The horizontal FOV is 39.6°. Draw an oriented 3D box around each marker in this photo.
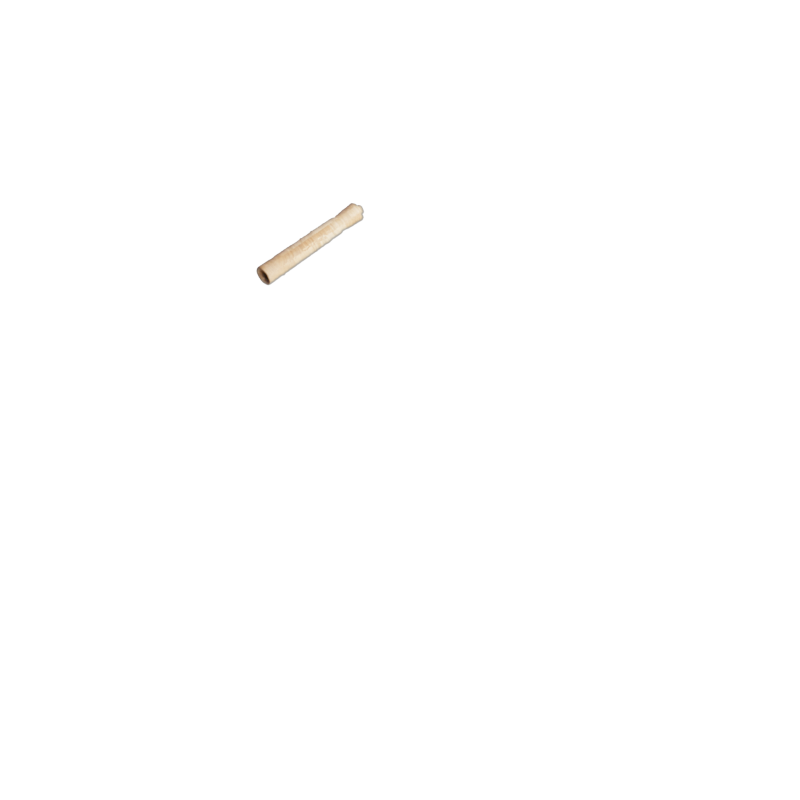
[{"bbox_3d":[-0.078,-0.143,0.998,0.122,0.019,0.021,-39,24,-27],"label":"marker"}]
